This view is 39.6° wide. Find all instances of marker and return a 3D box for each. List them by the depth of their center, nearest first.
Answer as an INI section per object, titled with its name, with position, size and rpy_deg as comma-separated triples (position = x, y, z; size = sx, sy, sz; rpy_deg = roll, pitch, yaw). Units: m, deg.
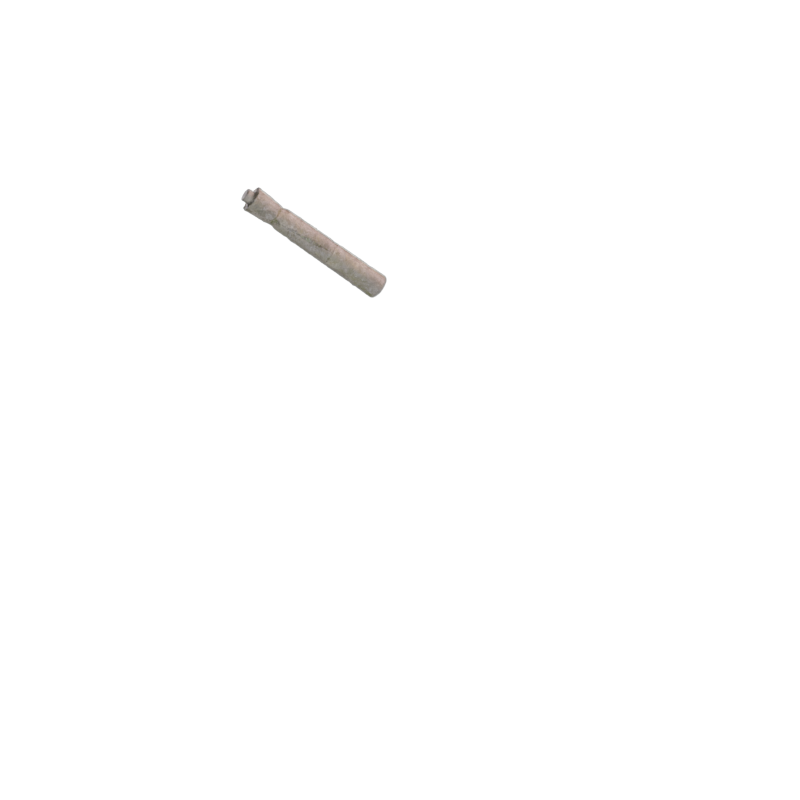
[marker]
position = -0.061, -0.112, 0.781
size = 0.116, 0.020, 0.020
rpy_deg = 33, -10, -19
